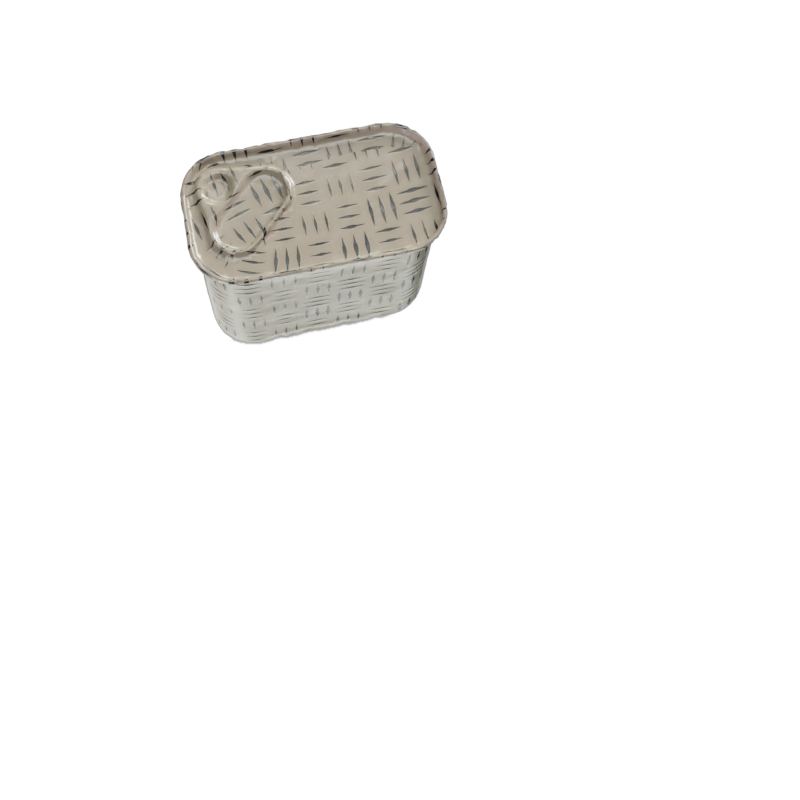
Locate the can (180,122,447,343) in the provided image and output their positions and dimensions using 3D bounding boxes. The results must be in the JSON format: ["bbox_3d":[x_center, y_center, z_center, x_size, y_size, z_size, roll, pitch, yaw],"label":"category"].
[{"bbox_3d":[-0.037,-0.067,0.469,0.101,0.060,0.080,-11,-17,-6],"label":"can"}]
